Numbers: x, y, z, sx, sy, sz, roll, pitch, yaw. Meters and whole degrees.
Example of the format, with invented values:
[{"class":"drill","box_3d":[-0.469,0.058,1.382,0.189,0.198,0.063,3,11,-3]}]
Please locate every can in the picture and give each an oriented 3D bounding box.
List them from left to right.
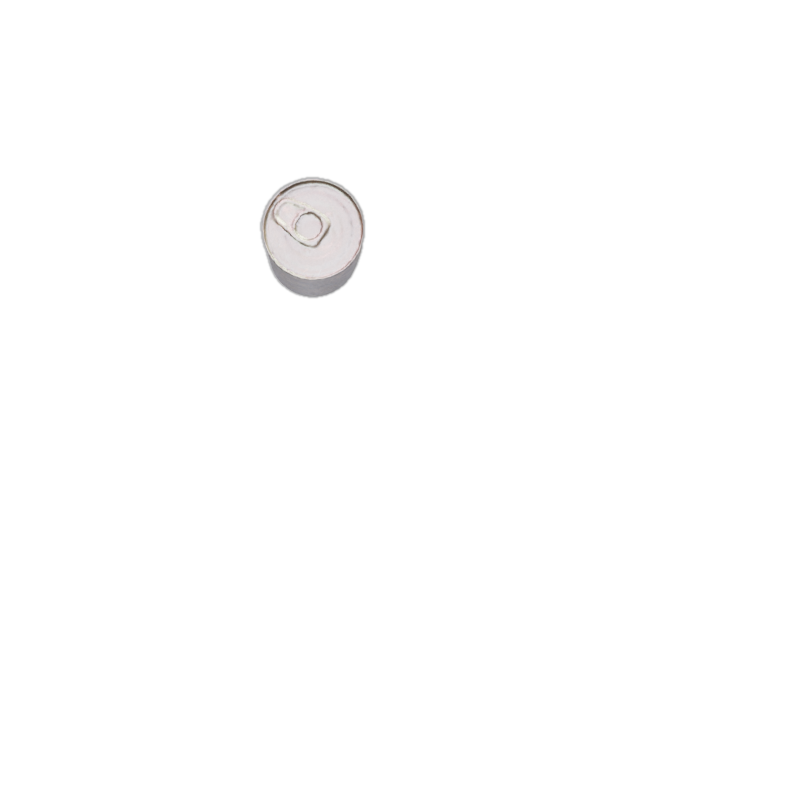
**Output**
[{"class":"can","box_3d":[-0.061,-0.111,0.776,0.068,0.070,0.101,0,-4,-3]}]
